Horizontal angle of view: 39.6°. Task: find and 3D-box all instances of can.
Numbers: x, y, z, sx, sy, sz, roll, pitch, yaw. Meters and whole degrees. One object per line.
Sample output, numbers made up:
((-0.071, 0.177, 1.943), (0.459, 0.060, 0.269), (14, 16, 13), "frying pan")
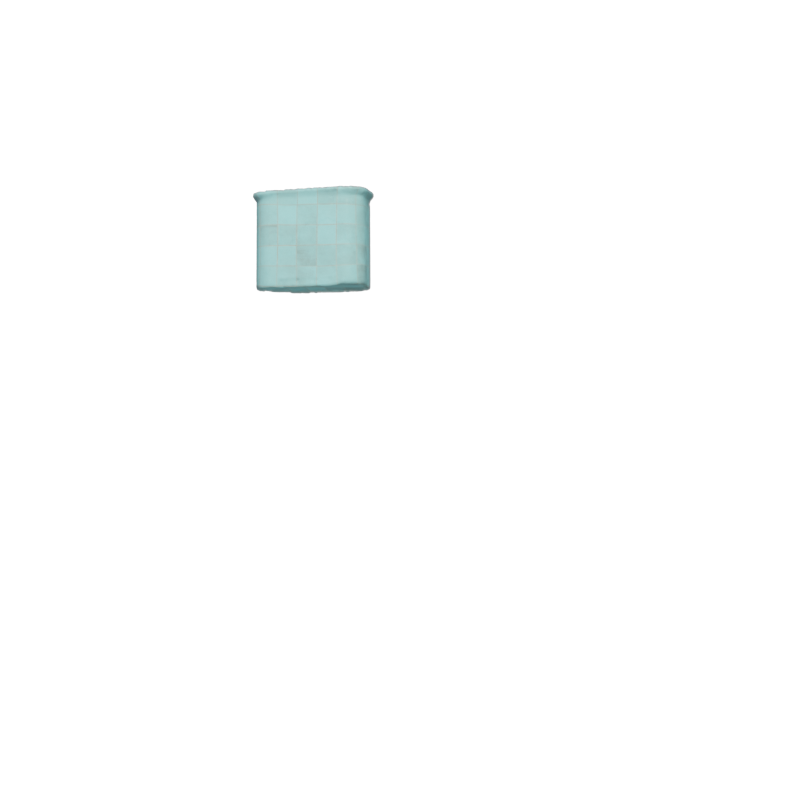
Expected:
((-0.075, -0.136, 0.953), (0.104, 0.085, 0.055), (-1, -6, 15), "can")
